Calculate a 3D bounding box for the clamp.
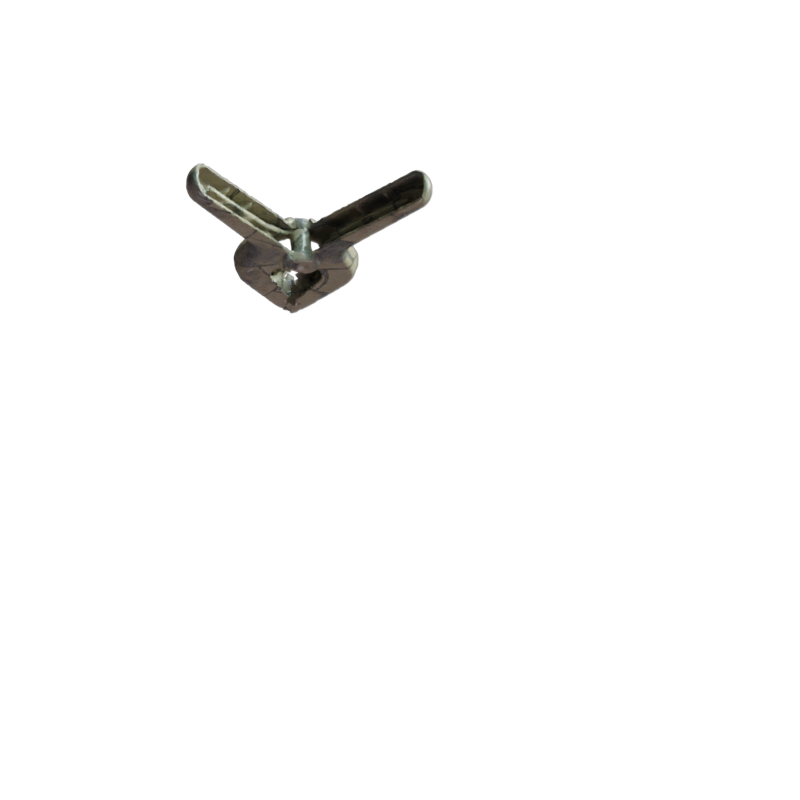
[{"bbox_3d":[-0.064,-0.117,0.817,0.164,0.038,0.200,0,-19,-1],"label":"clamp"}]
